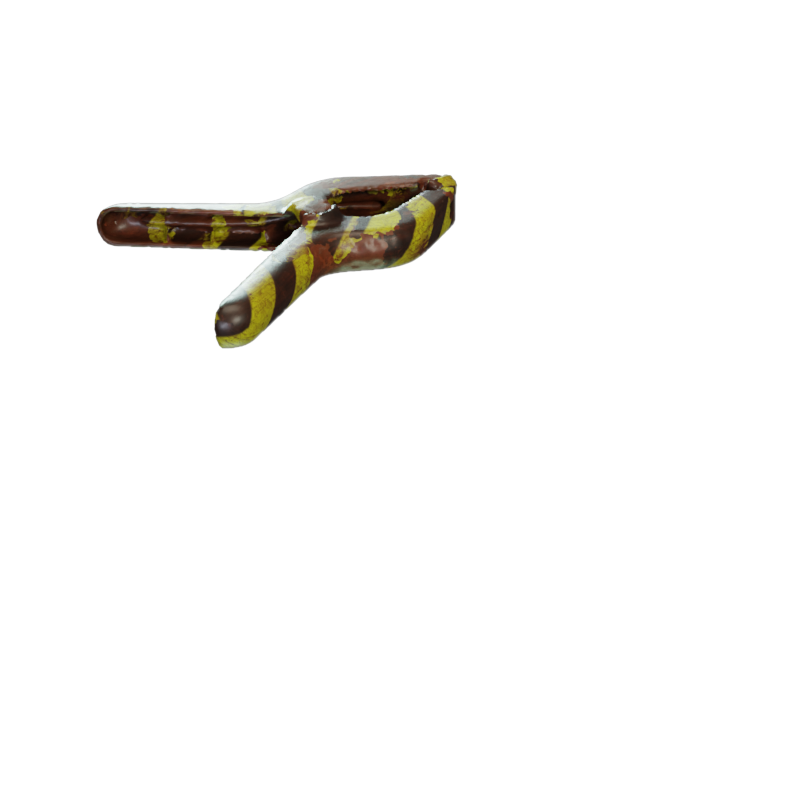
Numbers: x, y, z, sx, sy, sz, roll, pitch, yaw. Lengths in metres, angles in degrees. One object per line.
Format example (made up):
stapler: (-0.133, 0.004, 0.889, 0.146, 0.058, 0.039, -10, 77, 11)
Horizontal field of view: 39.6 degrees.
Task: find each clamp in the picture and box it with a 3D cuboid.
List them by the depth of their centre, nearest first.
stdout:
clamp: (-0.049, -0.089, 0.626, 0.206, 0.034, 0.177, -15, 34, -23)
